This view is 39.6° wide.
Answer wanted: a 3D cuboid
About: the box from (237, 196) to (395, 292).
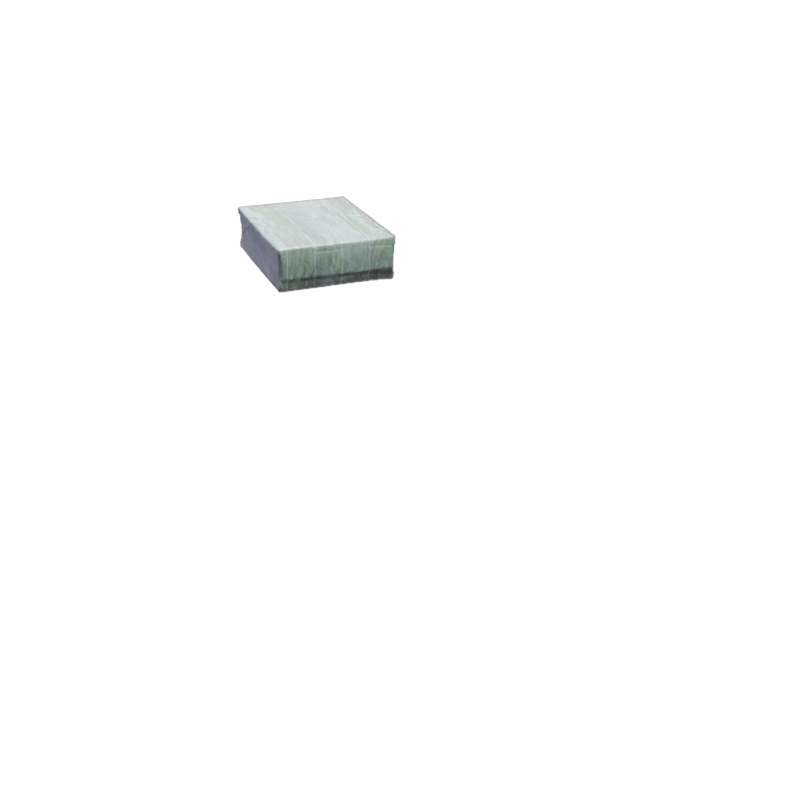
[{"bbox_3d":[-0.065,-0.120,0.838,0.088,0.037,0.121,-8,24,-20],"label":"box"}]
